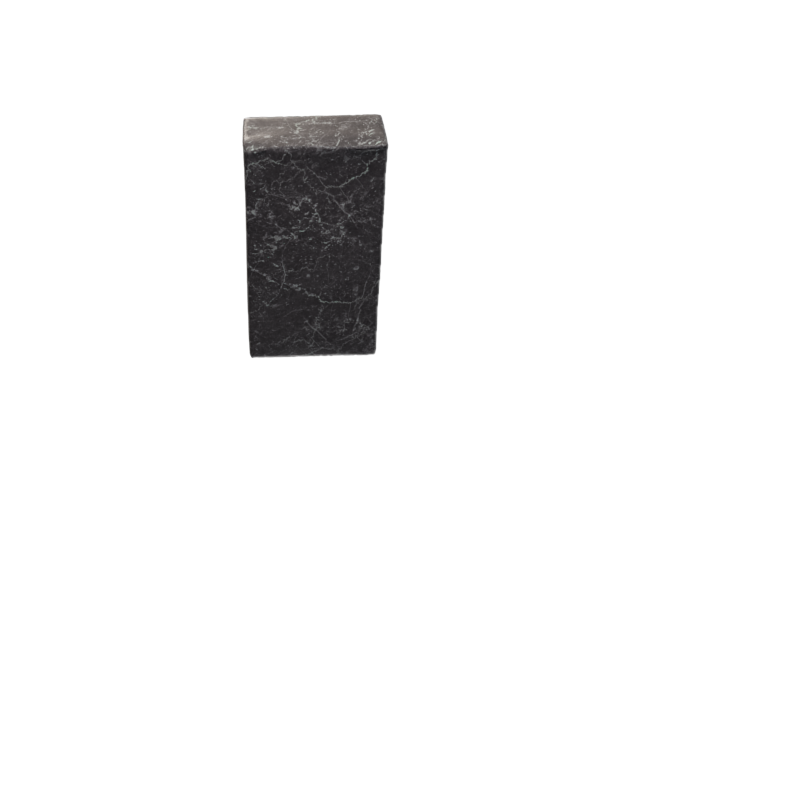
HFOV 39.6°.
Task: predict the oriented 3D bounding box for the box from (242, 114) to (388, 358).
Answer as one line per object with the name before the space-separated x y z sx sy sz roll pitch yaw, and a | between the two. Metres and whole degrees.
box | -0.059 -0.107 0.752 0.093 0.164 0.052 -1 42 -5
